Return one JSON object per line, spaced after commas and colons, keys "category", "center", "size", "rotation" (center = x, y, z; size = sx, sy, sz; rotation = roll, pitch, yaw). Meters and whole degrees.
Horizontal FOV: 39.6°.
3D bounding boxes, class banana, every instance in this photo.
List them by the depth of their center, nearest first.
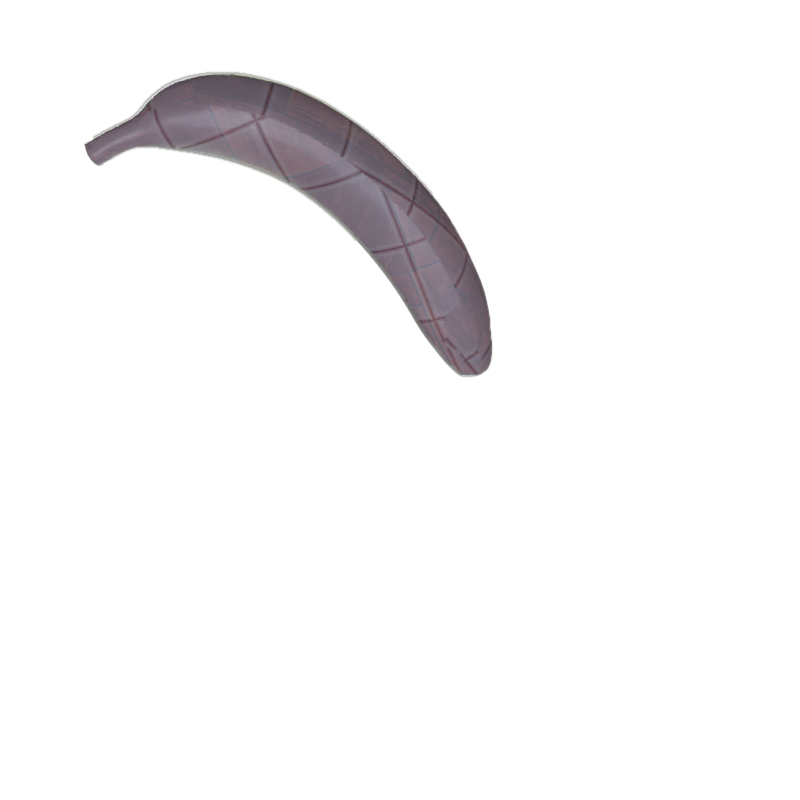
{"category": "banana", "center": [-0.030, -0.084, 0.469], "size": [0.193, 0.068, 0.038], "rotation": [30, 17, -10]}
